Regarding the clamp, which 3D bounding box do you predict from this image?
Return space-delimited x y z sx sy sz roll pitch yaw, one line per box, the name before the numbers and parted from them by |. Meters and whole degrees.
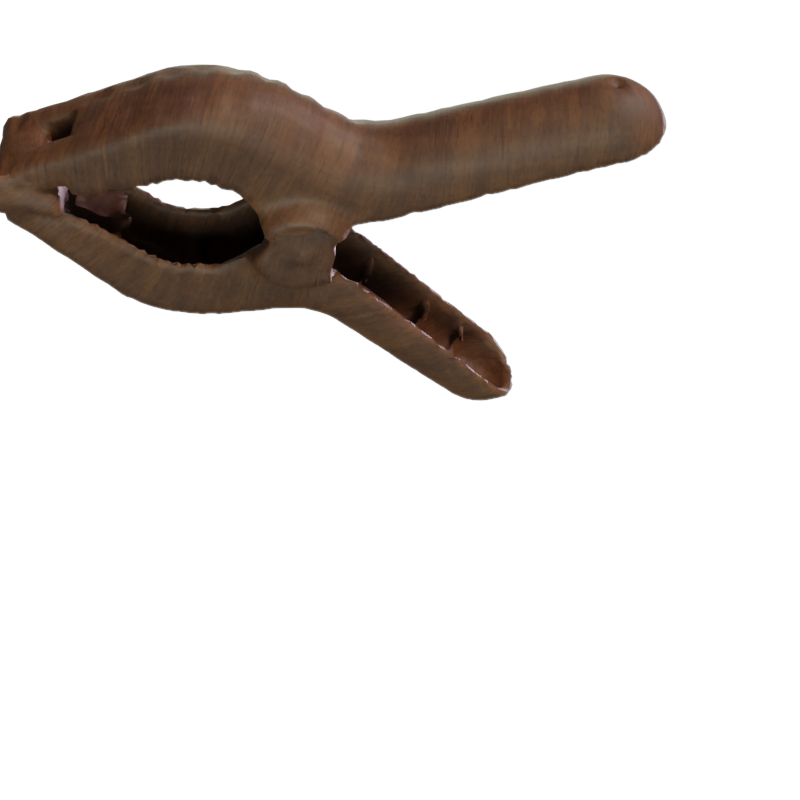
clamp | -0.024 -0.045 0.313 0.170 0.113 0.042 5 41 -4
